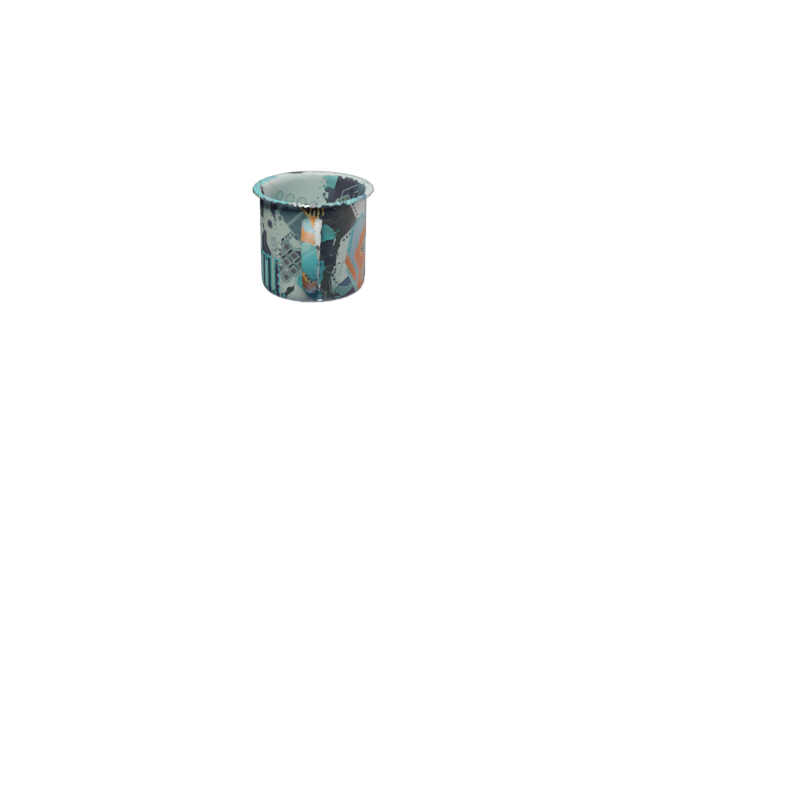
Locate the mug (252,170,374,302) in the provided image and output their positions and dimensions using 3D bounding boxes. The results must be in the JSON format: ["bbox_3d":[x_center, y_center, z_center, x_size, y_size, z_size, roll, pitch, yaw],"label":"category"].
[{"bbox_3d":[-0.067,-0.121,0.851,0.093,0.078,0.123,-1,25,-4],"label":"mug"}]
